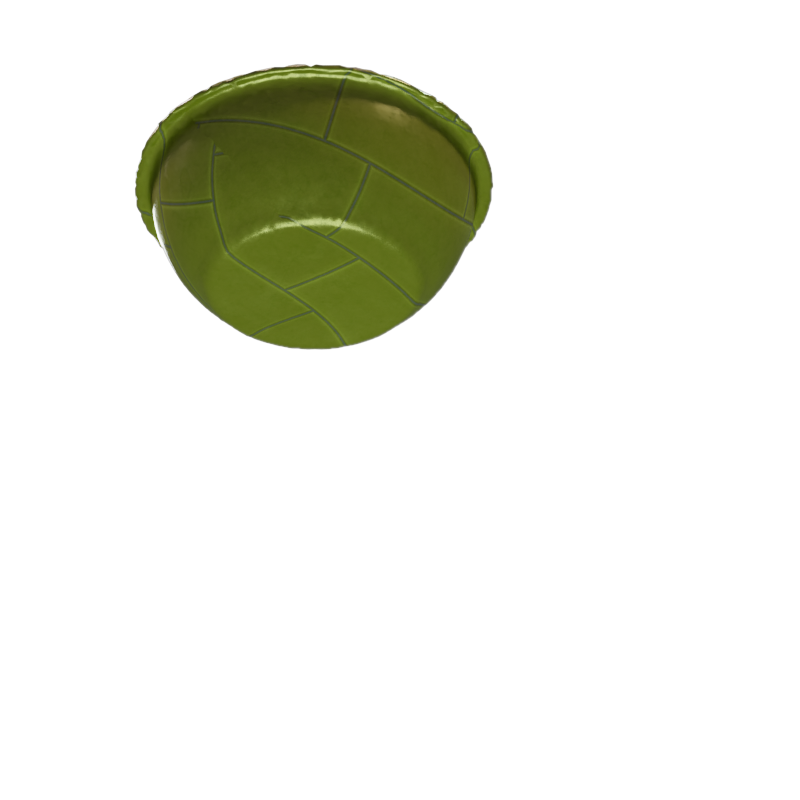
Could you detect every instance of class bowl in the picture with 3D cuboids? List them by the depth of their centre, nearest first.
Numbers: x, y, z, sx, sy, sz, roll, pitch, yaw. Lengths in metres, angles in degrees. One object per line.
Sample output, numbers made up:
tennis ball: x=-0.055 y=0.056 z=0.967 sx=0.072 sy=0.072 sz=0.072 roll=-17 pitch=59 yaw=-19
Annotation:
bowl: x=-0.038 y=-0.070 z=0.488 sx=0.162 sy=0.059 sz=0.151 roll=1 pitch=-34 yaw=-2
